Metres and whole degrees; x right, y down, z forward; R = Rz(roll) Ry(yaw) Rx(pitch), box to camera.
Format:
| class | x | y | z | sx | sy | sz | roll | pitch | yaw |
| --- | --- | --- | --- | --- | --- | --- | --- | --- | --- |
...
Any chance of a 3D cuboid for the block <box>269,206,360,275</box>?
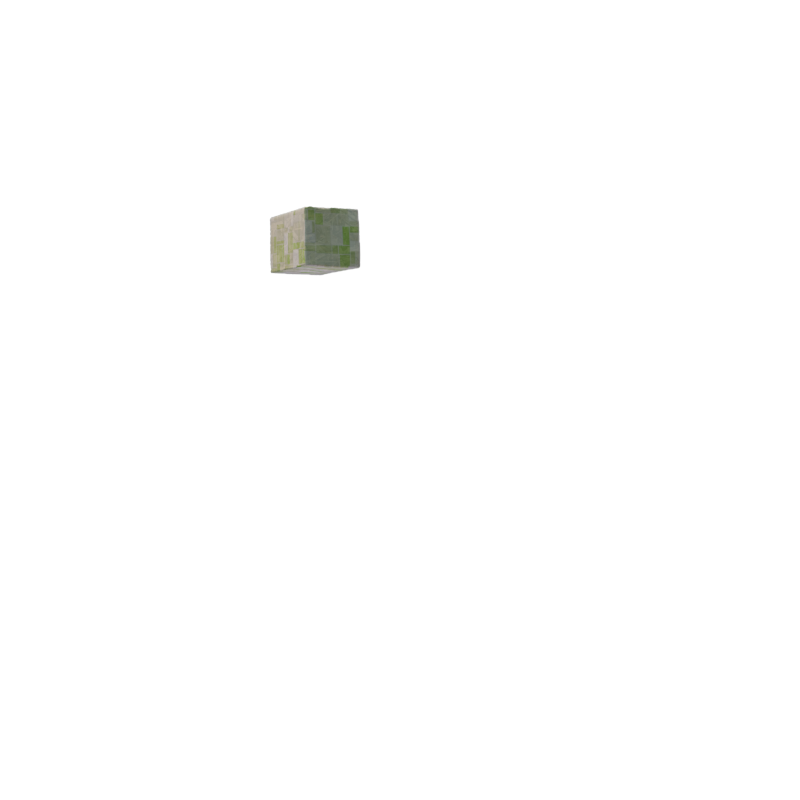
| class | x | y | z | sx | sy | sz | roll | pitch | yaw |
| --- | --- | --- | --- | --- | --- | --- | --- | --- | --- |
| block | -0.075 | -0.138 | 0.964 | 0.051 | 0.052 | 0.080 | 1 | -1 | -29 |
